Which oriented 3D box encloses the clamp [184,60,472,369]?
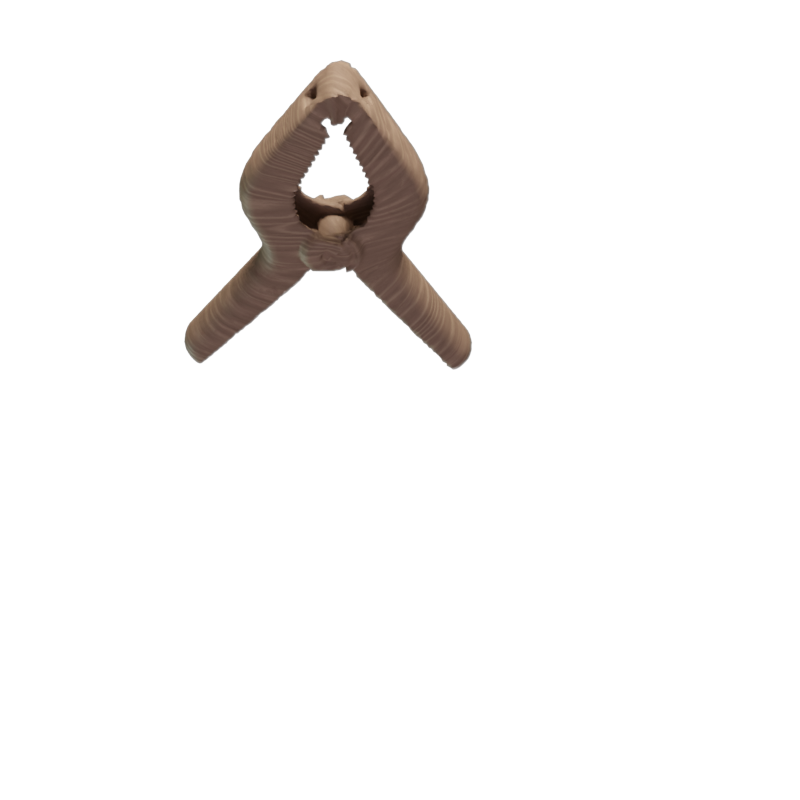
[{"bbox_3d":[-0.046,-0.083,0.582,0.165,0.039,0.195,-3,-41,3],"label":"clamp"}]
